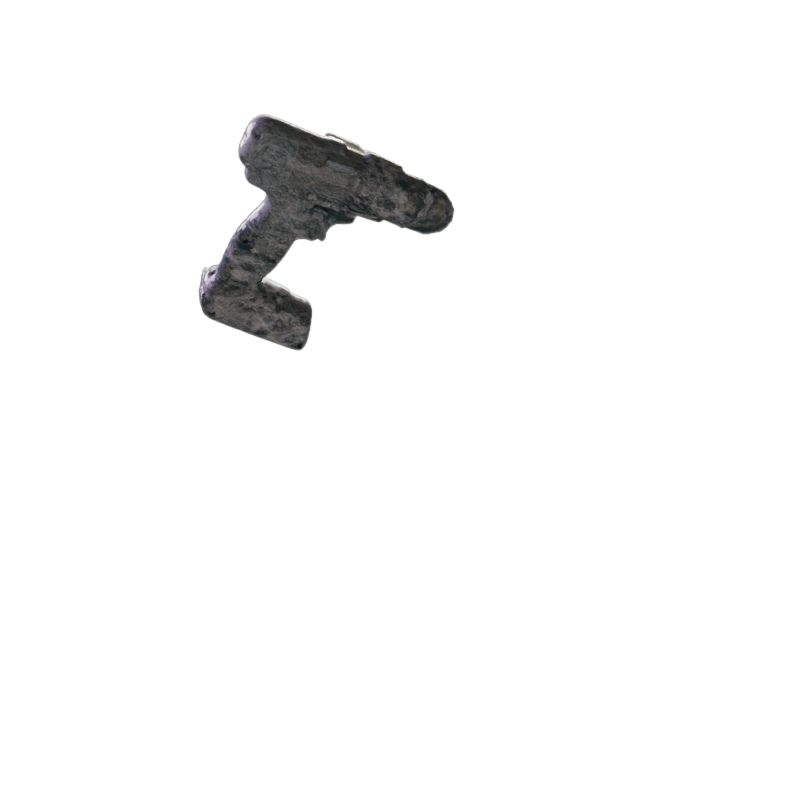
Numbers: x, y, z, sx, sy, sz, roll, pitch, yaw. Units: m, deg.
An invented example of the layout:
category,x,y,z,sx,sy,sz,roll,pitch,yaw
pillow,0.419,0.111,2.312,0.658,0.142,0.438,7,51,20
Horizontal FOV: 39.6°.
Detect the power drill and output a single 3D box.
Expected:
category,x,y,z,sx,sy,sz,roll,pitch,yaw
power drill,-0.072,-0.131,0.919,0.179,0.181,0.061,23,31,-15
